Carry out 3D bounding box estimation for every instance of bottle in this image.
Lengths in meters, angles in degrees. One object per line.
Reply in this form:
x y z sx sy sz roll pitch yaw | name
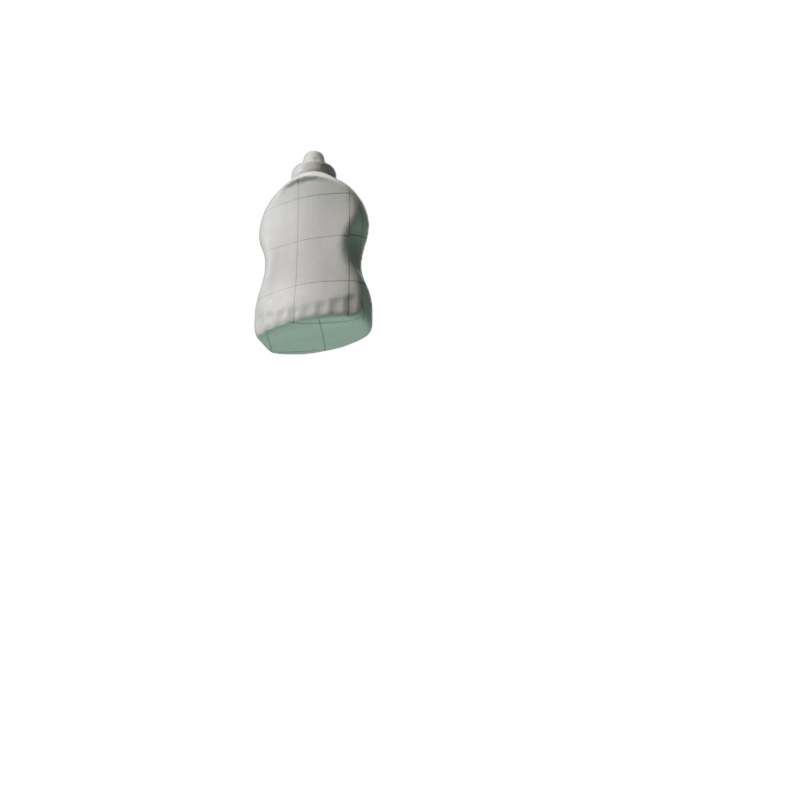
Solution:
-0.075 -0.136 0.958 0.097 0.205 0.054 -13 -33 17 | bottle
